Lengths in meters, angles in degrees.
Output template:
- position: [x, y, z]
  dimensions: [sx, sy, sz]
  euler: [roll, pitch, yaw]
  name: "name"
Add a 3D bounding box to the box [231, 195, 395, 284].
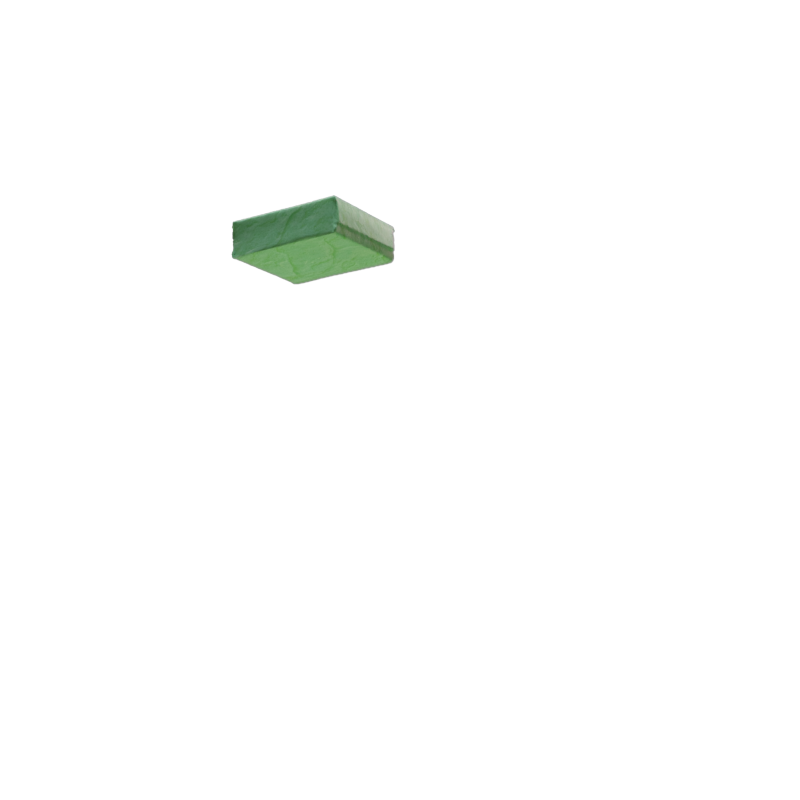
- position: [-0.075, -0.136, 0.954]
  dimensions: [0.116, 0.041, 0.084]
  euler: [-10, -18, 33]
  name: "box"
